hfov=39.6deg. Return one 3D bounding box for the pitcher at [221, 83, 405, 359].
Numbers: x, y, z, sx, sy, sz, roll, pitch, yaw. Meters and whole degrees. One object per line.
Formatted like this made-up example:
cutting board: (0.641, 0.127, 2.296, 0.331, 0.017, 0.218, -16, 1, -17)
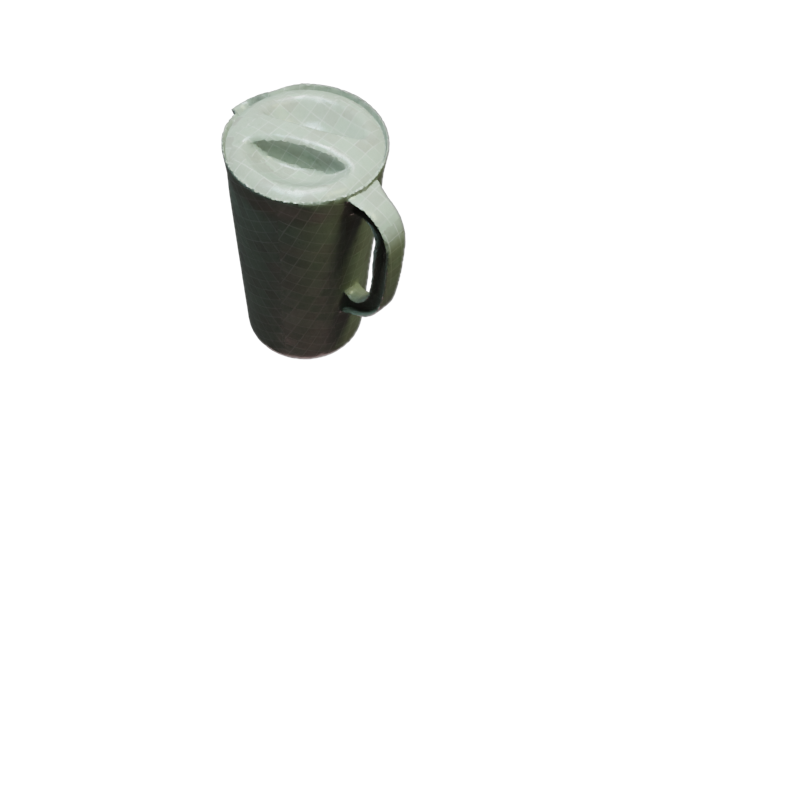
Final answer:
pitcher: (-0.075, -0.136, 0.954, 0.145, 0.160, 0.227, 1, -36, -2)
